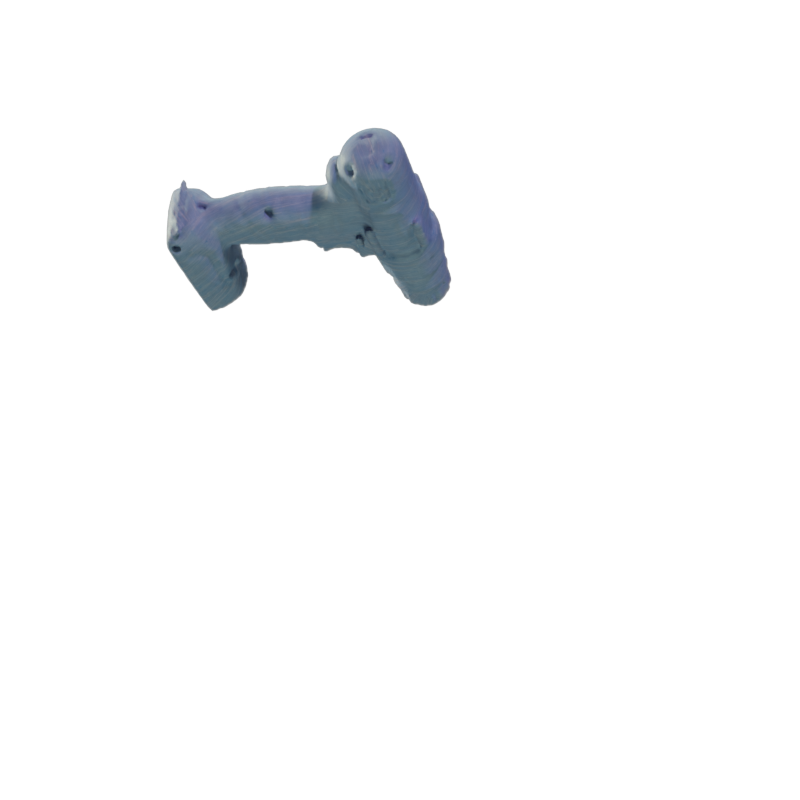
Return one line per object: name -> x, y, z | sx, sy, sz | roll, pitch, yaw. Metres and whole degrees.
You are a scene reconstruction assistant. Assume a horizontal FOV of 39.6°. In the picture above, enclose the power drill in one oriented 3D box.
power drill -> -0.064, -0.117, 0.822 | 0.190, 0.061, 0.170 | -10, -35, 13
